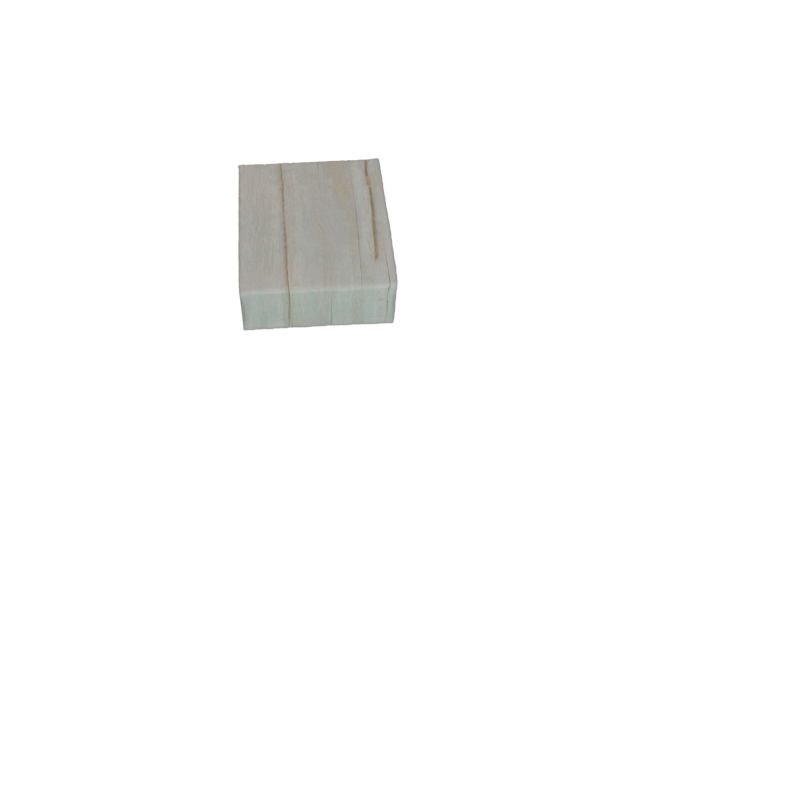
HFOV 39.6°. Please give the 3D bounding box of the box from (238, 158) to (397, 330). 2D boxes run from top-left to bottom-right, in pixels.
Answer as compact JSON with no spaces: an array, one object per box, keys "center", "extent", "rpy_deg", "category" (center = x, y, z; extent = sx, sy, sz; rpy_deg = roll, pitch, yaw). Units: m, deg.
[{"center":[-0.052,-0.095,0.667],"extent":[0.089,0.122,0.036],"rpy_deg":[-4,-43,-4],"category":"box"}]
